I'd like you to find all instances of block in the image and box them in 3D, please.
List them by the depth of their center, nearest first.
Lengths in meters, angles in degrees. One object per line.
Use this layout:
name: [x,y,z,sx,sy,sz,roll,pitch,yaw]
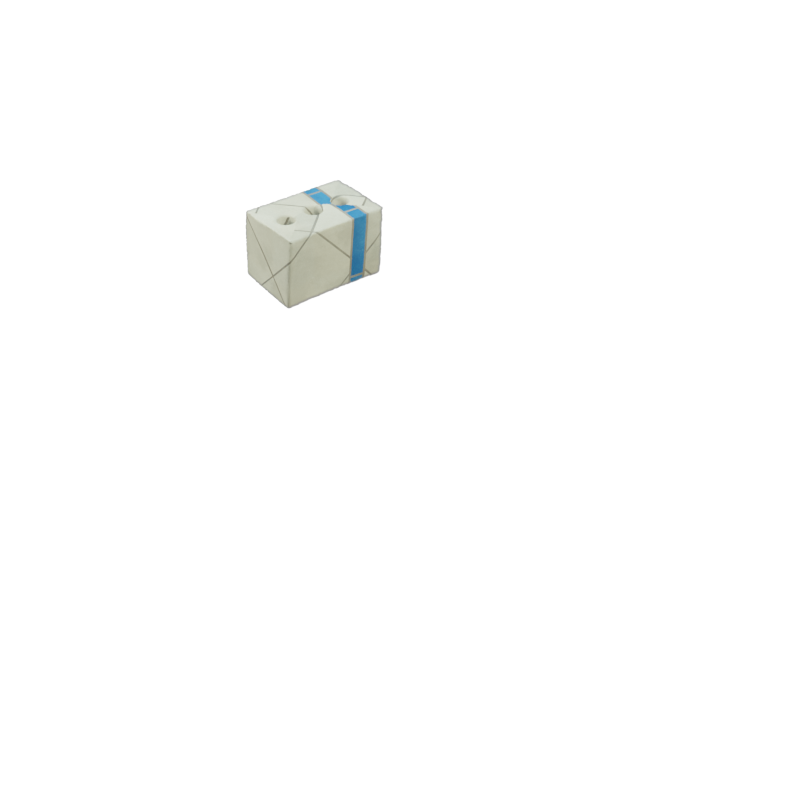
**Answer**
block: [-0.058,-0.106,0.743,0.077,0.048,0.057,-25,43,-31]
